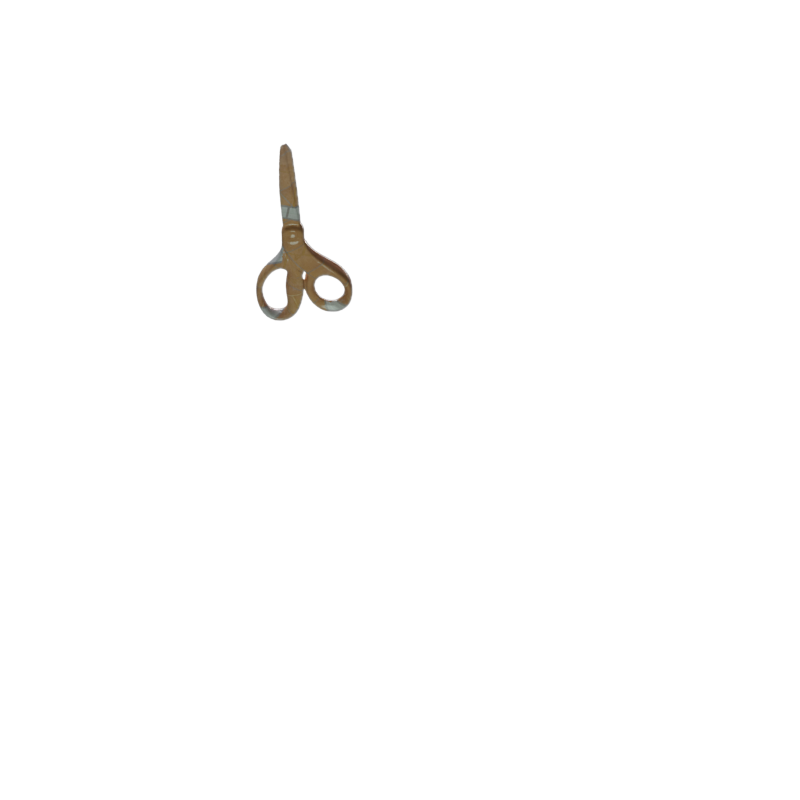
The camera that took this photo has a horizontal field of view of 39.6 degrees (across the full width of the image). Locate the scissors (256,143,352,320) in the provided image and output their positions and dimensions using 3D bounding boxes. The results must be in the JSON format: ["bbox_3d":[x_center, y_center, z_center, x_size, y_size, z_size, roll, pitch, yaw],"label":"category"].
[{"bbox_3d":[-0.075,-0.137,0.963,0.094,0.017,0.191,10,-43,-11],"label":"scissors"}]
